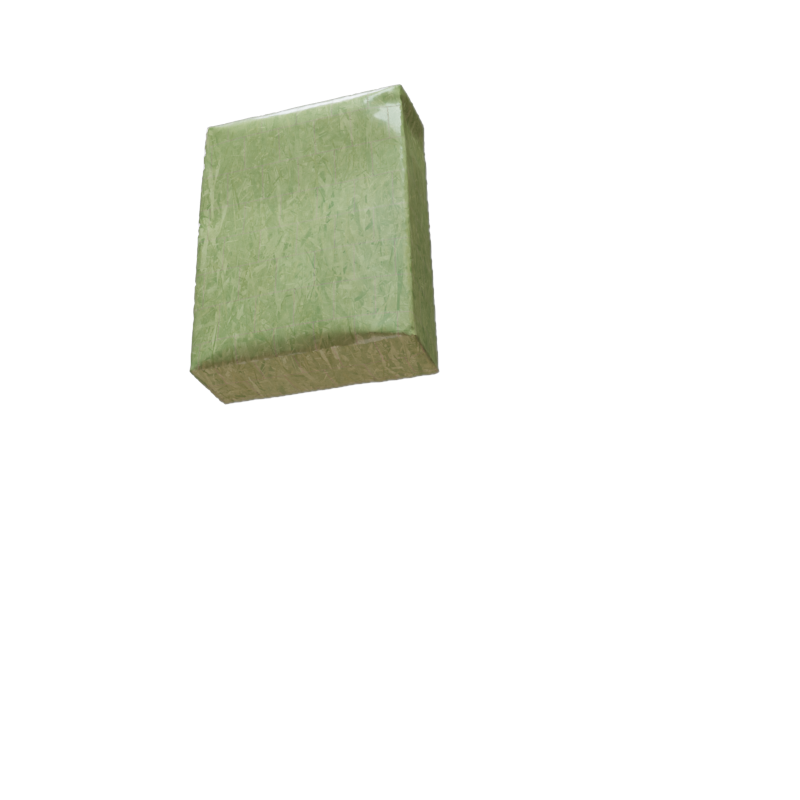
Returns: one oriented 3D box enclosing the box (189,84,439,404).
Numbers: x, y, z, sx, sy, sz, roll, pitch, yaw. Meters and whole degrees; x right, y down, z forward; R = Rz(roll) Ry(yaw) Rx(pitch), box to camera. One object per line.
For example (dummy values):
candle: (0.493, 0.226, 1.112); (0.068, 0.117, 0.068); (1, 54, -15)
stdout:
box: (-0.064, -0.116, 0.813); (0.166, 0.227, 0.067); (-10, -29, 15)
